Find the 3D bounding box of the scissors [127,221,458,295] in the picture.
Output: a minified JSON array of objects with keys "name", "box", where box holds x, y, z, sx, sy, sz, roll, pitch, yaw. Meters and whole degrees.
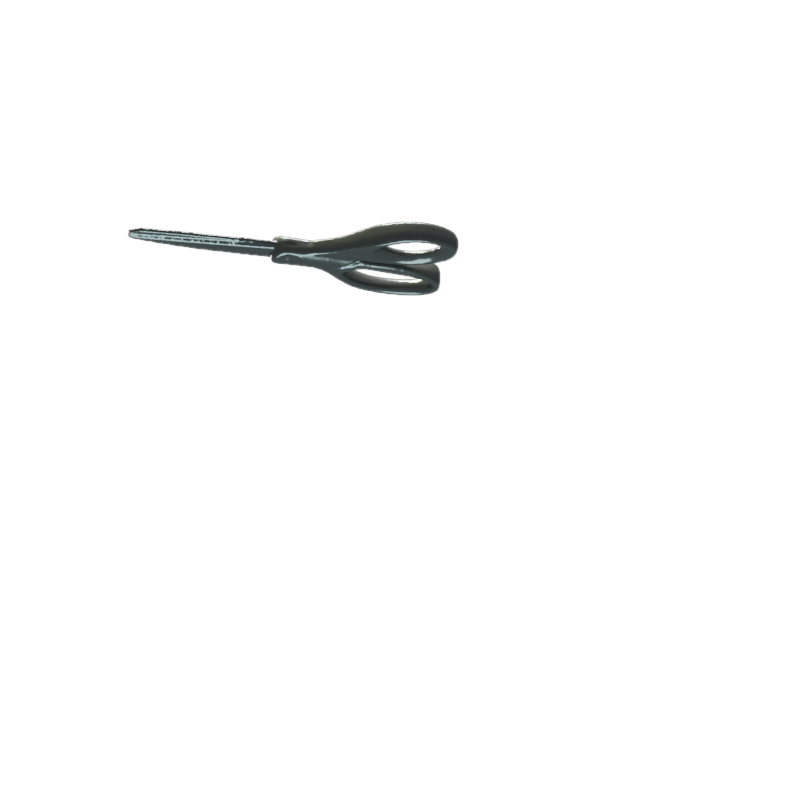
[{"name":"scissors","box":[-0.052,-0.095,0.668,0.193,0.017,0.096,11,-21,-29]}]
